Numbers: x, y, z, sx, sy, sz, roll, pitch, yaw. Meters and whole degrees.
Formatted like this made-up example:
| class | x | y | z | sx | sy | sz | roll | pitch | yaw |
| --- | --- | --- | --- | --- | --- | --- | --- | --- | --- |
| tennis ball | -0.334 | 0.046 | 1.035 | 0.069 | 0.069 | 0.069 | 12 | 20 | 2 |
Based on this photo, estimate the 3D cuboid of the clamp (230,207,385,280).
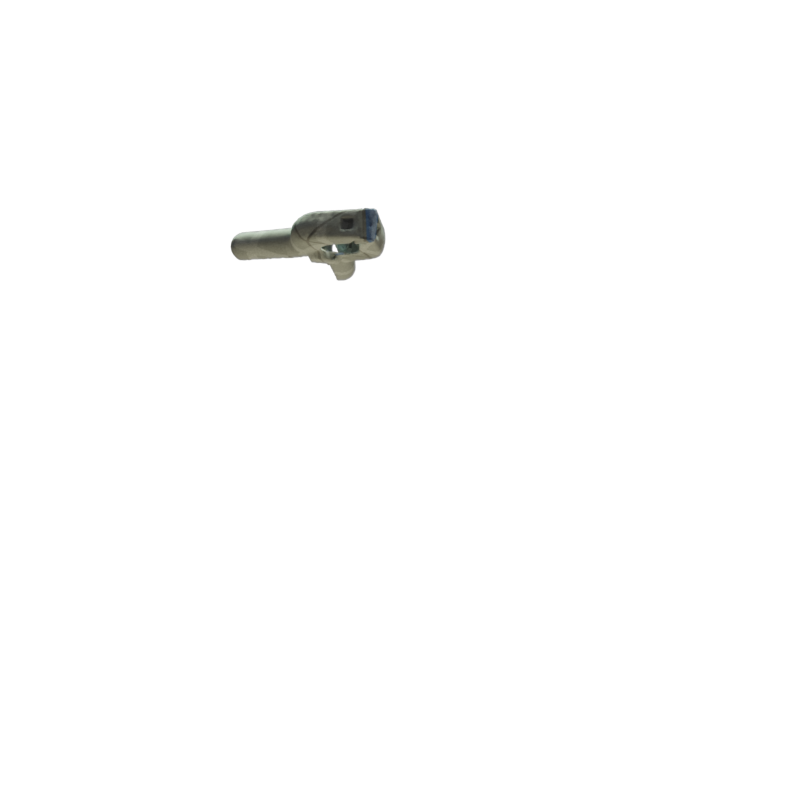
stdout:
| class | x | y | z | sx | sy | sz | roll | pitch | yaw |
| --- | --- | --- | --- | --- | --- | --- | --- | --- | --- |
| clamp | -0.074 | -0.136 | 0.950 | 0.117 | 0.040 | 0.171 | 3 | -8 | -19 |
